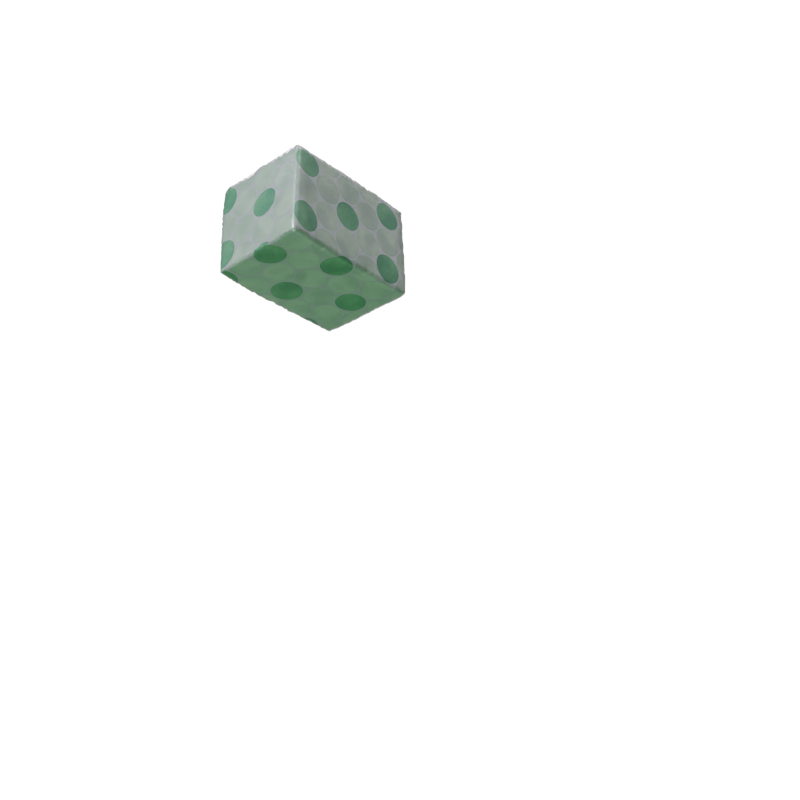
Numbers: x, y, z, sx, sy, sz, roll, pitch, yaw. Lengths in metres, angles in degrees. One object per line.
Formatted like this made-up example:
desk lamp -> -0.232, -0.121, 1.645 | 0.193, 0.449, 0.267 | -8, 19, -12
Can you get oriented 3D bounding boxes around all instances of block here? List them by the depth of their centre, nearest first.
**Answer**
block -> -0.042, -0.077, 0.541 | 0.053, 0.055, 0.073 | -26, -39, 35
